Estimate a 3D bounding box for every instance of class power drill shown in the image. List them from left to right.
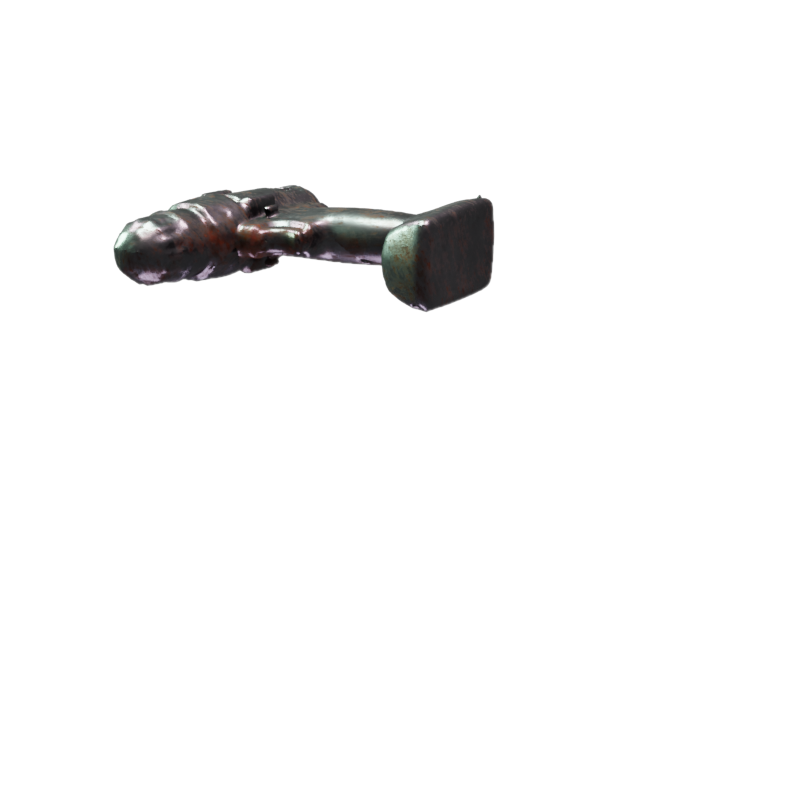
[{"bbox_3d":[-0.052,-0.095,0.666,0.196,0.055,0.183,11,22,29],"label":"power drill"}]
